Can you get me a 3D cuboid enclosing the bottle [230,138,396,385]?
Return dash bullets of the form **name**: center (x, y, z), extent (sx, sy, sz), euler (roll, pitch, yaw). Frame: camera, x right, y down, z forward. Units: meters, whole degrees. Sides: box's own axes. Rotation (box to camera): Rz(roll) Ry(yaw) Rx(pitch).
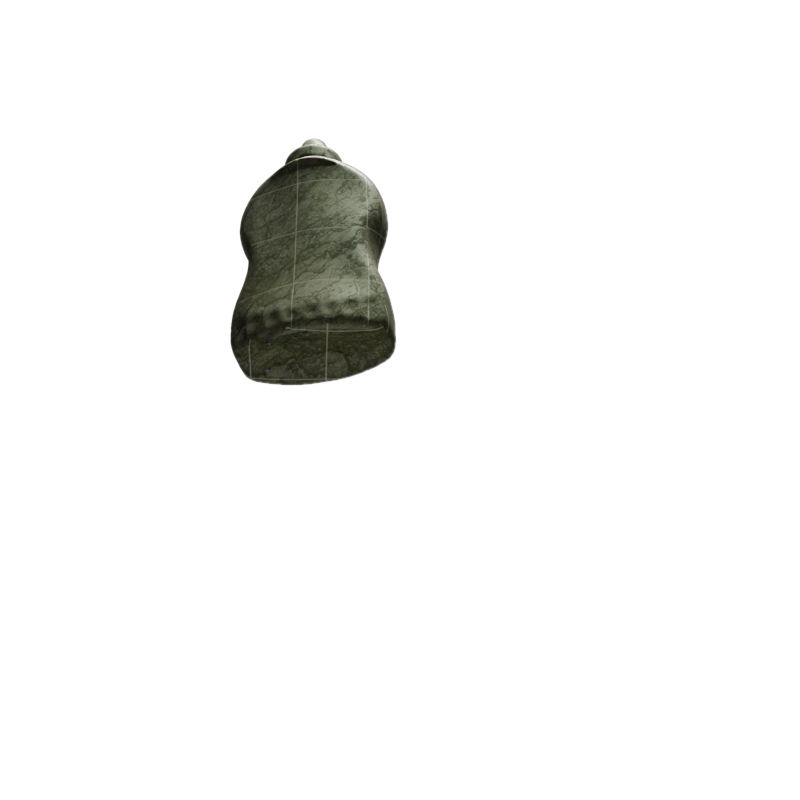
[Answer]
- **bottle**: center (-0.056, -0.102, 0.713), extent (0.097, 0.206, 0.054), euler (-12, -42, 9)
